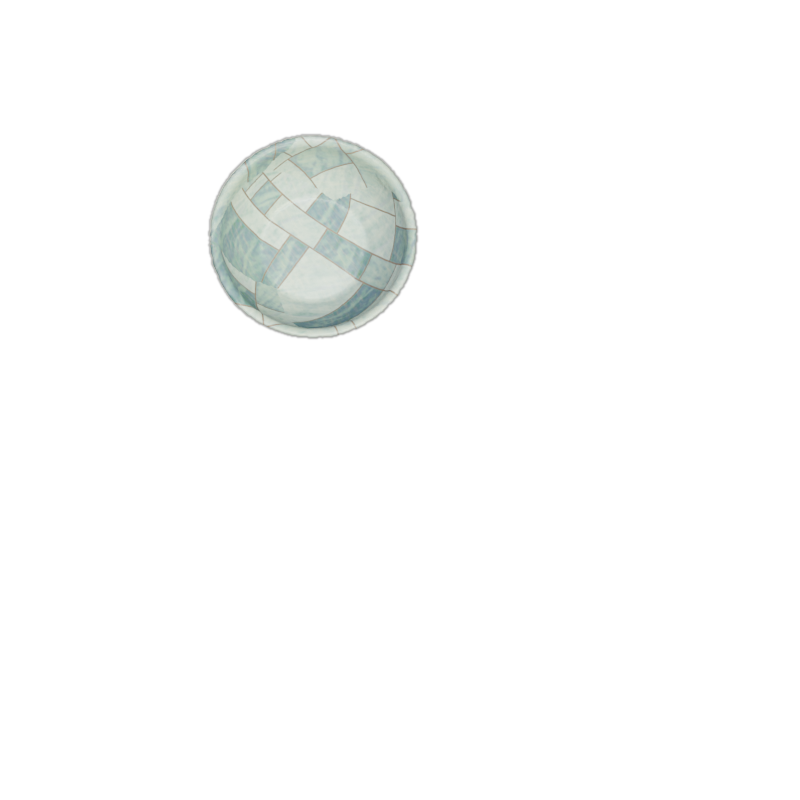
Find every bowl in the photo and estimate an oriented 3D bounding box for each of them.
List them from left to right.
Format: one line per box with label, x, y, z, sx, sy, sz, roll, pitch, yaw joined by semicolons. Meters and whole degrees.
bowl;-0.069;-0.126;0.885;0.162;0.167;0.053;0;-11;-1
